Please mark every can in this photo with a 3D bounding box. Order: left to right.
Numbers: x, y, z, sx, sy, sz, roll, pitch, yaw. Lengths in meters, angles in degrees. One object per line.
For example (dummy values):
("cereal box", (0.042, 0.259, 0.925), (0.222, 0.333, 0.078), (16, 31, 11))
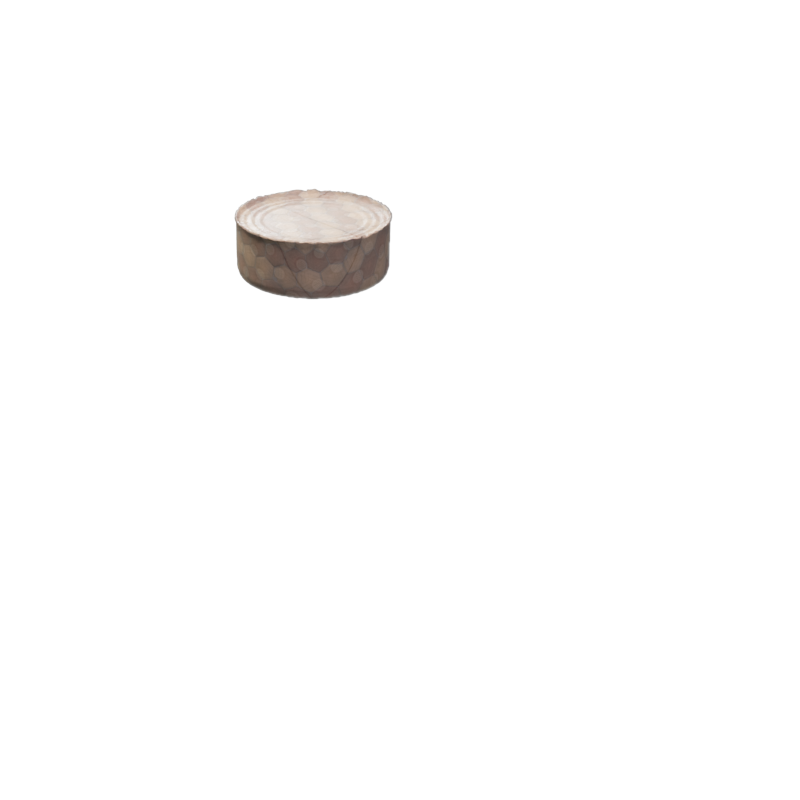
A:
("can", (-0.048, -0.087, 0.610), (0.086, 0.032, 0.091), (-1, 27, -2))
